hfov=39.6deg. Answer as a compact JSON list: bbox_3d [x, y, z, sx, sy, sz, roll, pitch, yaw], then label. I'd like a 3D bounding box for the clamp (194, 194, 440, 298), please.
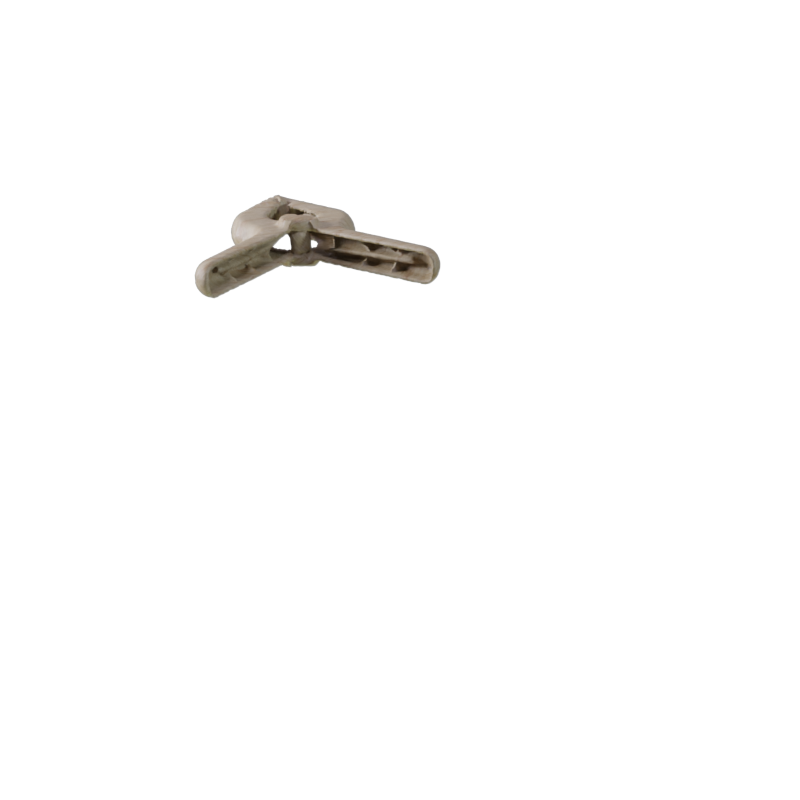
[{"bbox_3d":[-0.064,-0.117,0.820,0.164,0.035,0.220,-2,21,-5],"label":"clamp"}]
